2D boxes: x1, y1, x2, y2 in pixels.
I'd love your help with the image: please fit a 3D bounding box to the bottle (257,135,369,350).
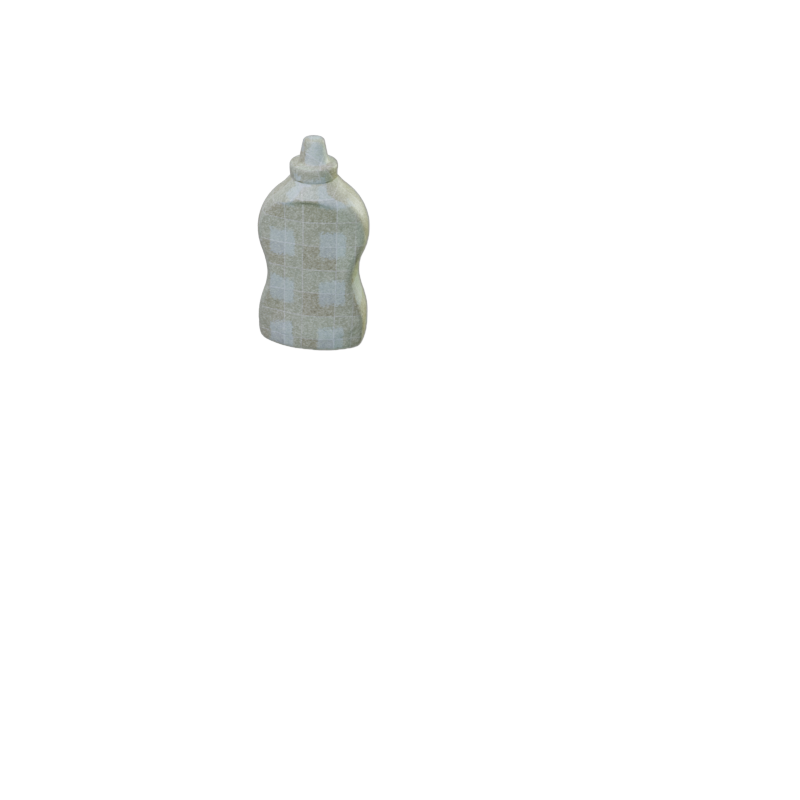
[{"bbox_3d":[-0.075,-0.138,0.965,0.098,0.181,0.061,7,29,9],"label":"bottle"}]
